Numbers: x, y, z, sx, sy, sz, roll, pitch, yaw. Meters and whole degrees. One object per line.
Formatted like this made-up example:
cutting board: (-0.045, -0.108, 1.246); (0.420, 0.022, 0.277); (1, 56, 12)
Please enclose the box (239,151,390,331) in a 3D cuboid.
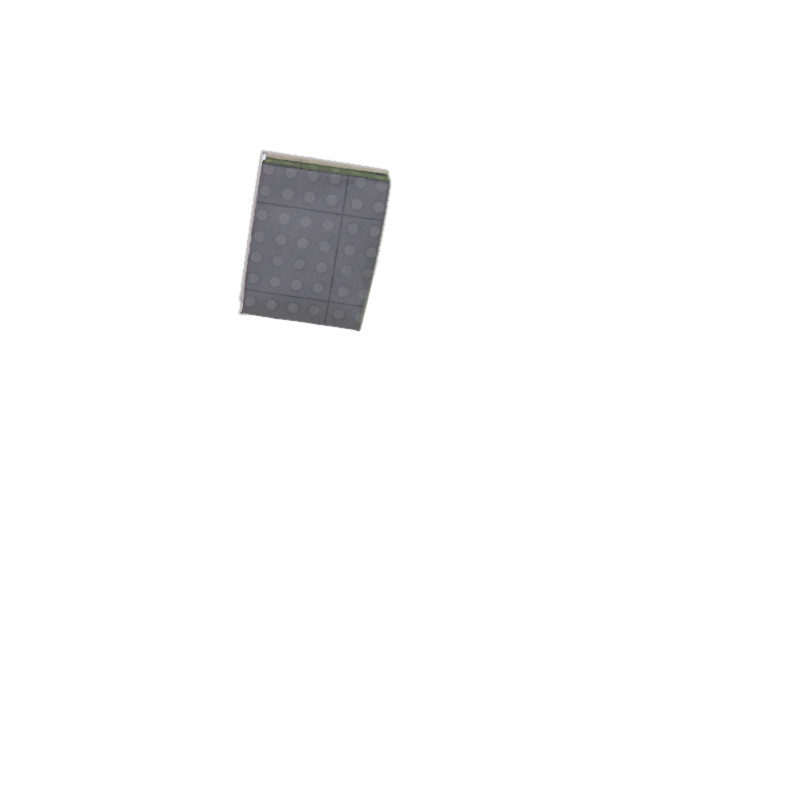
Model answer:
box: (-0.060, -0.109, 0.767); (0.089, 0.110, 0.040); (10, 16, -4)
